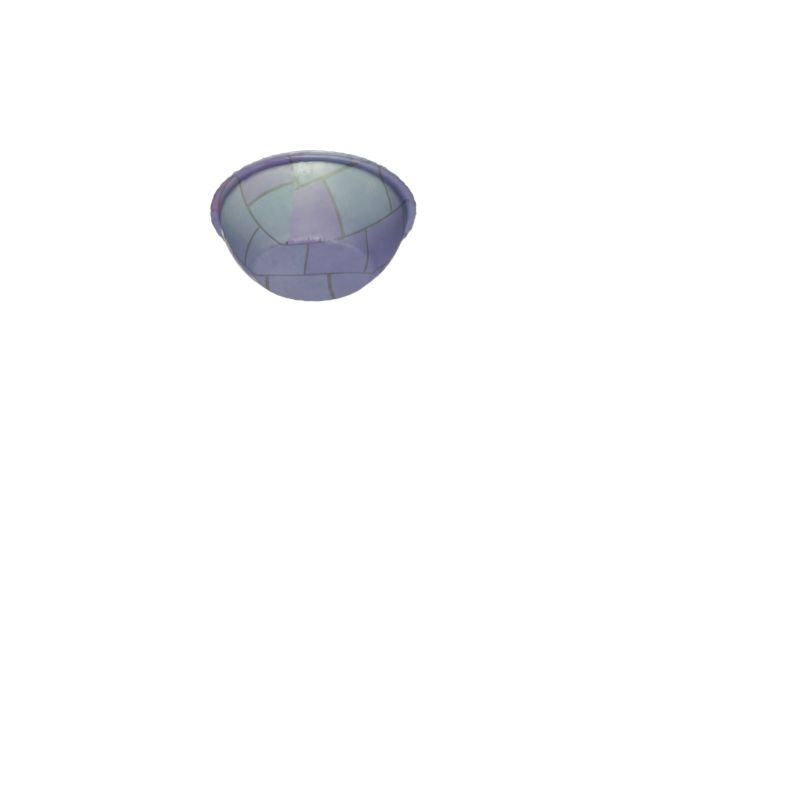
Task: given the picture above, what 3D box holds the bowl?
[{"bbox_3d":[-0.067,-0.122,0.855,0.162,0.059,0.152,1,-28,-2],"label":"bowl"}]
